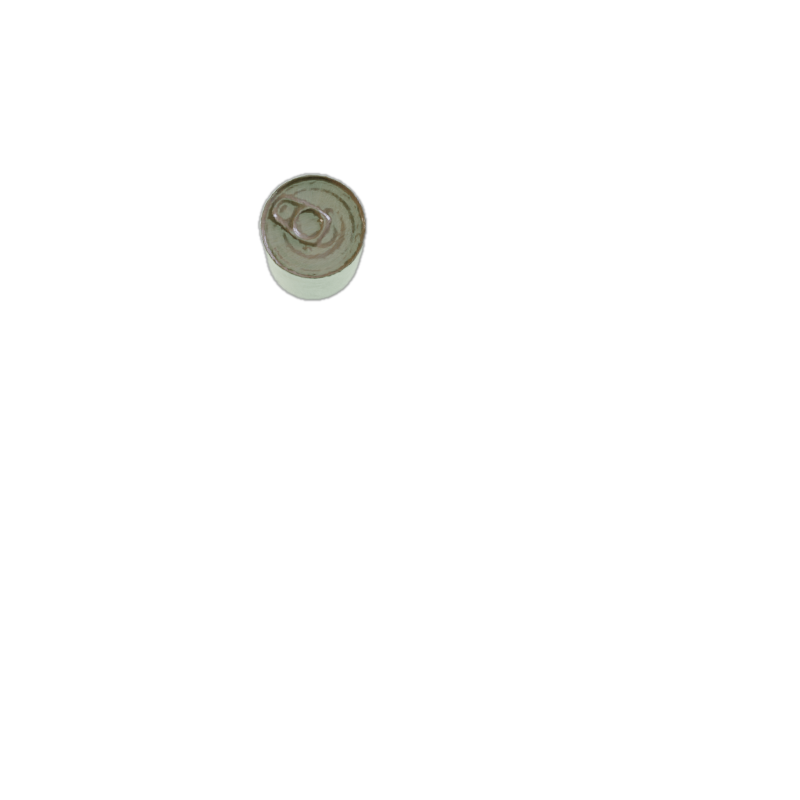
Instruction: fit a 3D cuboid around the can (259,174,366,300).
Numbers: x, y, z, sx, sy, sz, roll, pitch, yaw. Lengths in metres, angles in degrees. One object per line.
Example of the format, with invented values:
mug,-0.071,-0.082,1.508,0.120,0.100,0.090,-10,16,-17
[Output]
can,-0.059,-0.107,0.751,0.068,0.070,0.100,0,-6,-3
